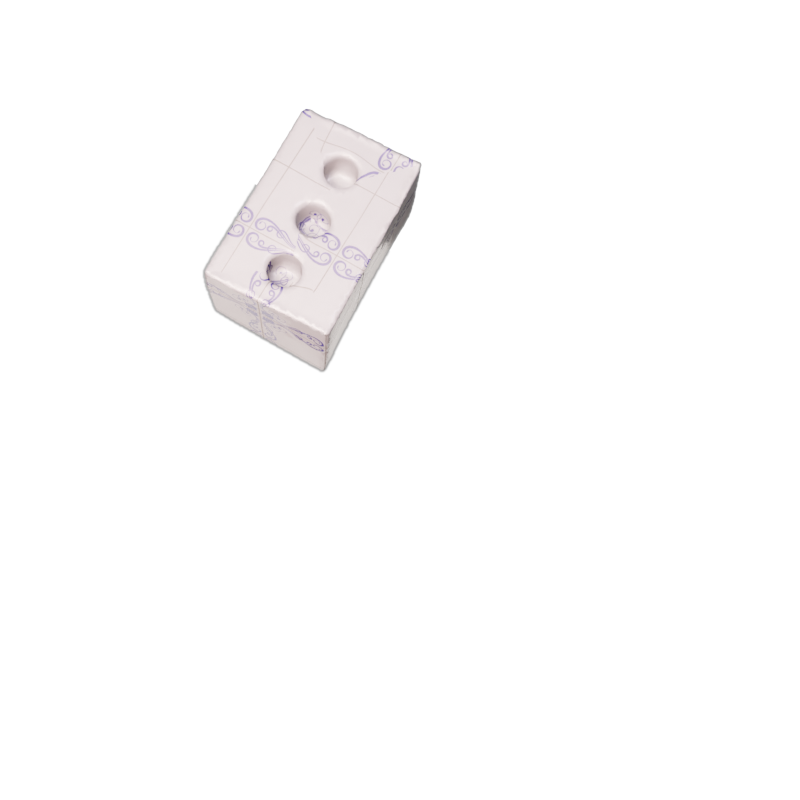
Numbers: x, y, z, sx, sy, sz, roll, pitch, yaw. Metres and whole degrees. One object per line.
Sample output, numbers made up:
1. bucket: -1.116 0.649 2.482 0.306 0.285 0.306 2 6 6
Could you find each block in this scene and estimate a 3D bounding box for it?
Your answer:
1. block: -0.034 -0.061 0.430 0.054 0.080 0.049 26 -15 5
